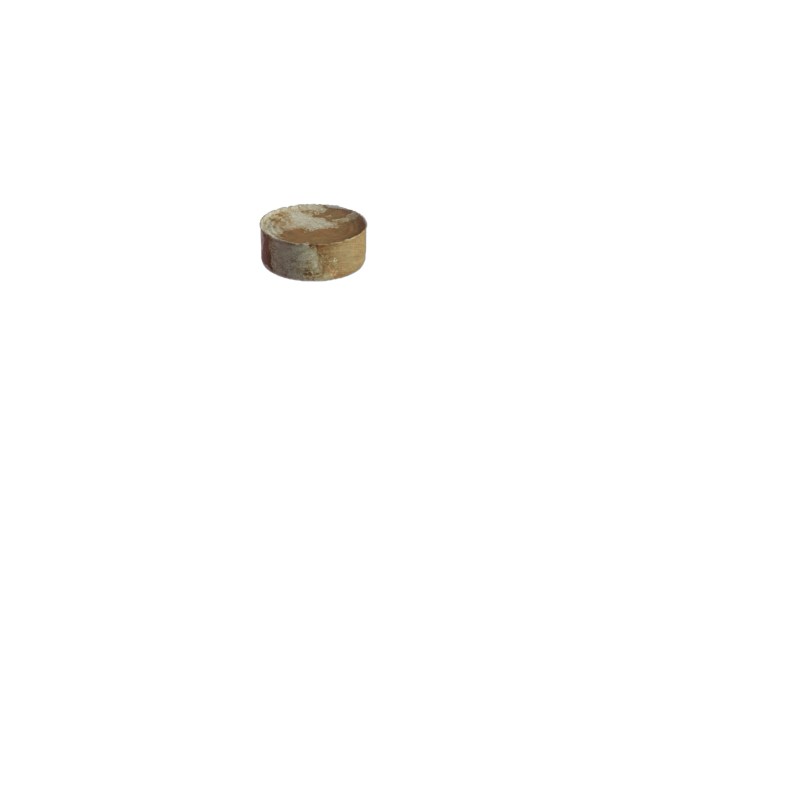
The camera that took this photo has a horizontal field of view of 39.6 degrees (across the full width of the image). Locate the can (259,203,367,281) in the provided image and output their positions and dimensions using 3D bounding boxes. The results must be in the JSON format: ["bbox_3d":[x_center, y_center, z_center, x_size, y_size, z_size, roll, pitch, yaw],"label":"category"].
[{"bbox_3d":[-0.069,-0.127,0.887,0.086,0.032,0.091,-1,29,-2],"label":"can"}]
